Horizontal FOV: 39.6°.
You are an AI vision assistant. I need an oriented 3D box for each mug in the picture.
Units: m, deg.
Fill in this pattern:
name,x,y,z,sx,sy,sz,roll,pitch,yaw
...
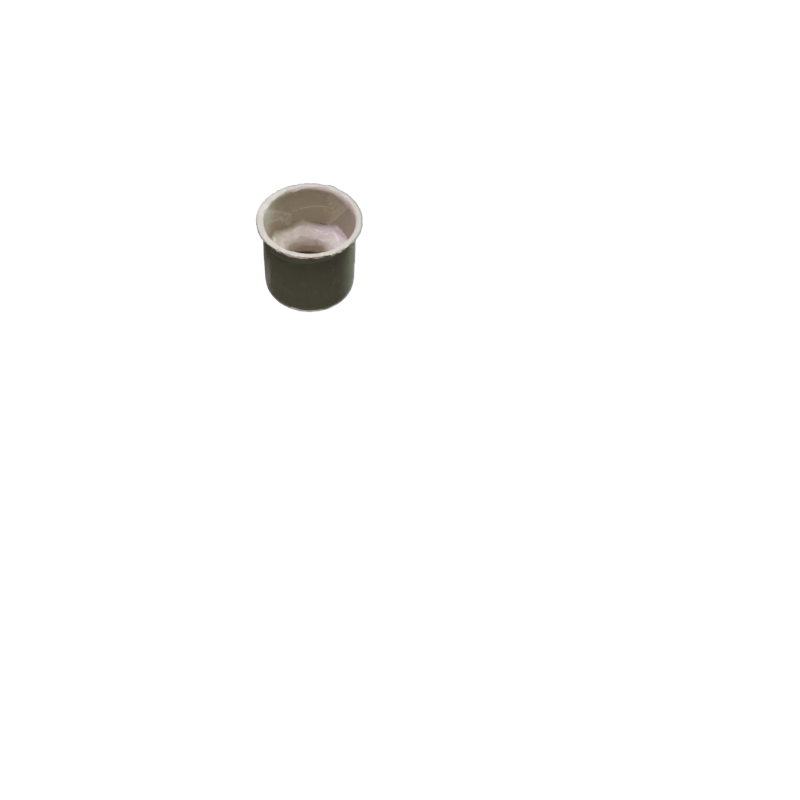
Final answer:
name,x,y,z,sx,sy,sz,roll,pitch,yaw
mug,-0.078,-0.142,0.997,0.095,0.123,0.076,12,-40,8
